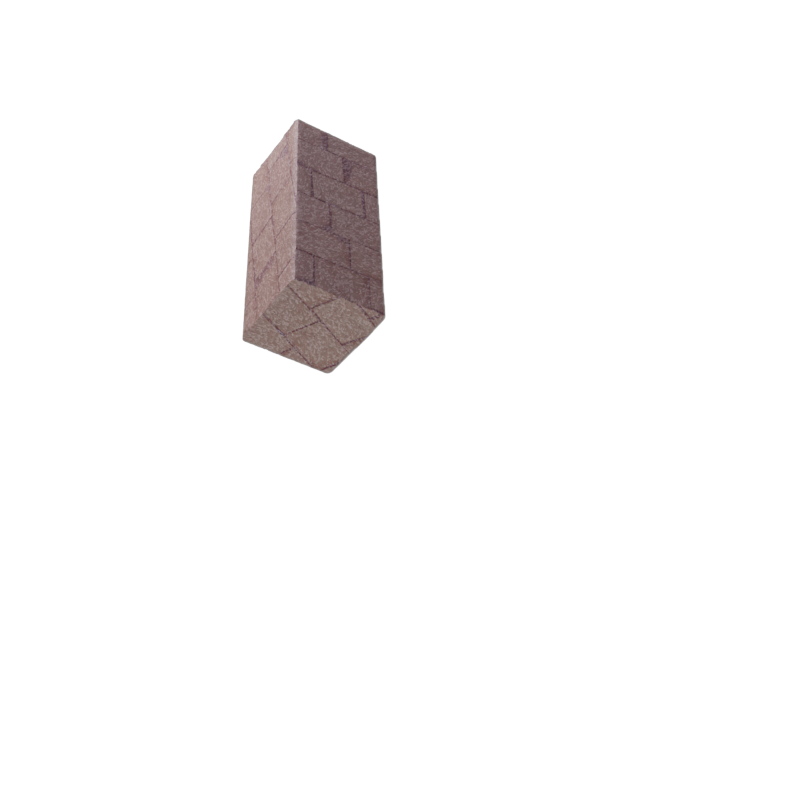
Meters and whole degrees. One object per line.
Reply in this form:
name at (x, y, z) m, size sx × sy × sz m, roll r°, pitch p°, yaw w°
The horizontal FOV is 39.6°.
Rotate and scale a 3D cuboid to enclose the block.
block at (-0.077, -0.140, 0.986) m, size 0.087 × 0.221 × 0.088 m, roll 22°, pitch -48°, yaw -26°
